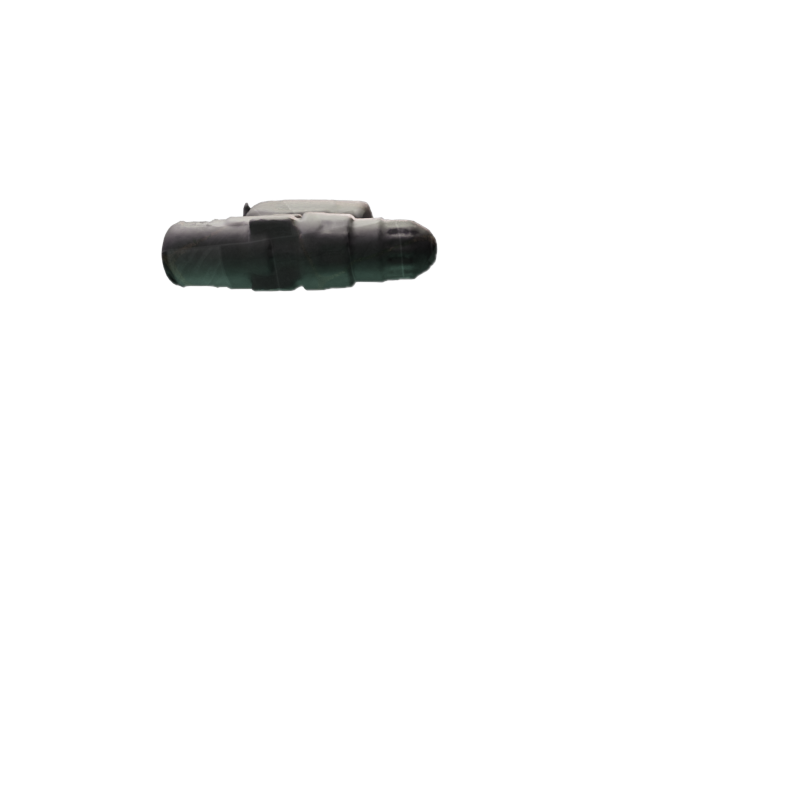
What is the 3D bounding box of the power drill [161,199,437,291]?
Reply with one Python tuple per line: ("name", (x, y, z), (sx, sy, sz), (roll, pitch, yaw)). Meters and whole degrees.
("power drill", (-0.063, -0.115, 0.806), (0.186, 0.056, 0.189), (1, 11, 6))
